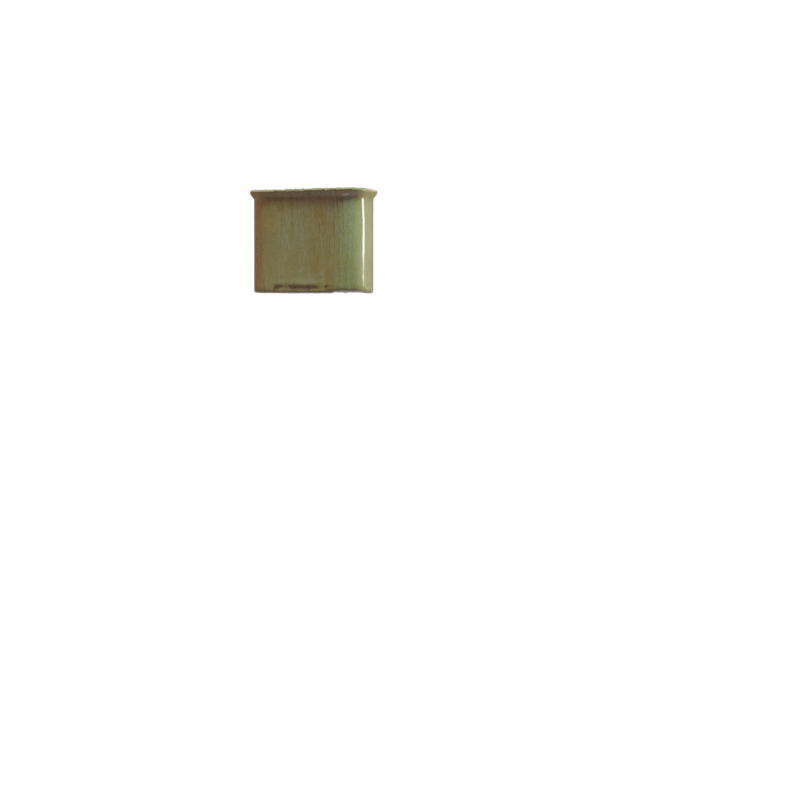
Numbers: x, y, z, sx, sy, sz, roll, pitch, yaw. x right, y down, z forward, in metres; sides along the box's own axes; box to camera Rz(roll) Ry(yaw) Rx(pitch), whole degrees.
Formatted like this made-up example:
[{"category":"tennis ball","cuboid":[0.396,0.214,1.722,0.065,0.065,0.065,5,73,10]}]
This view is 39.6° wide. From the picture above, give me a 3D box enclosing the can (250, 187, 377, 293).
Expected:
[{"category":"can","cuboid":[-0.070,-0.129,0.901,0.105,0.084,0.056,1,1,22]}]
